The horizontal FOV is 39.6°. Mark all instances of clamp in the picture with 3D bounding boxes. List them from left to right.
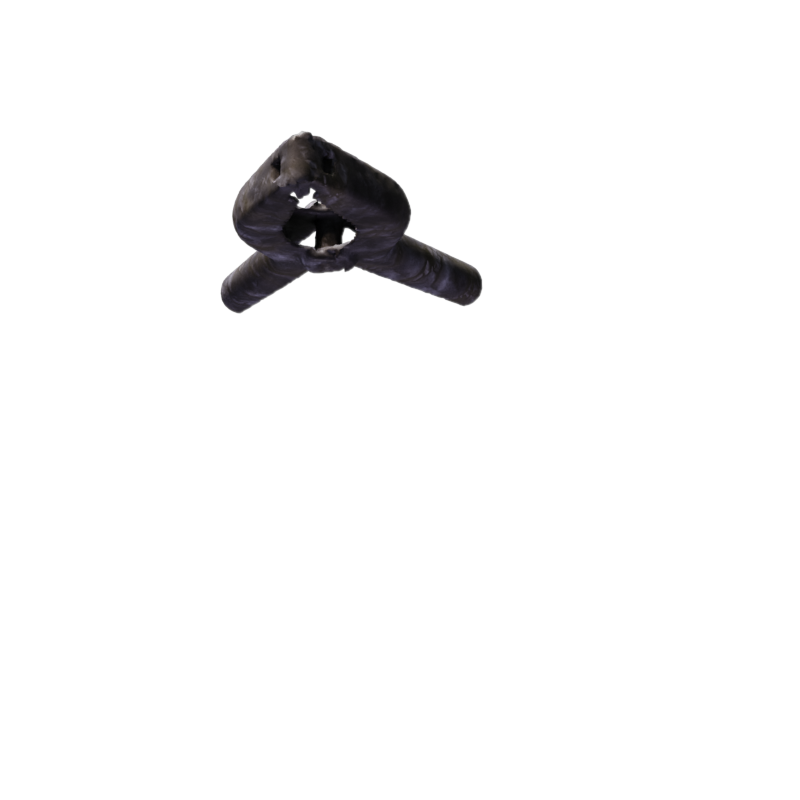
[{"bbox_3d":[-0.049,-0.089,0.625,0.167,0.038,0.198,-4,-15,13],"label":"clamp"}]
